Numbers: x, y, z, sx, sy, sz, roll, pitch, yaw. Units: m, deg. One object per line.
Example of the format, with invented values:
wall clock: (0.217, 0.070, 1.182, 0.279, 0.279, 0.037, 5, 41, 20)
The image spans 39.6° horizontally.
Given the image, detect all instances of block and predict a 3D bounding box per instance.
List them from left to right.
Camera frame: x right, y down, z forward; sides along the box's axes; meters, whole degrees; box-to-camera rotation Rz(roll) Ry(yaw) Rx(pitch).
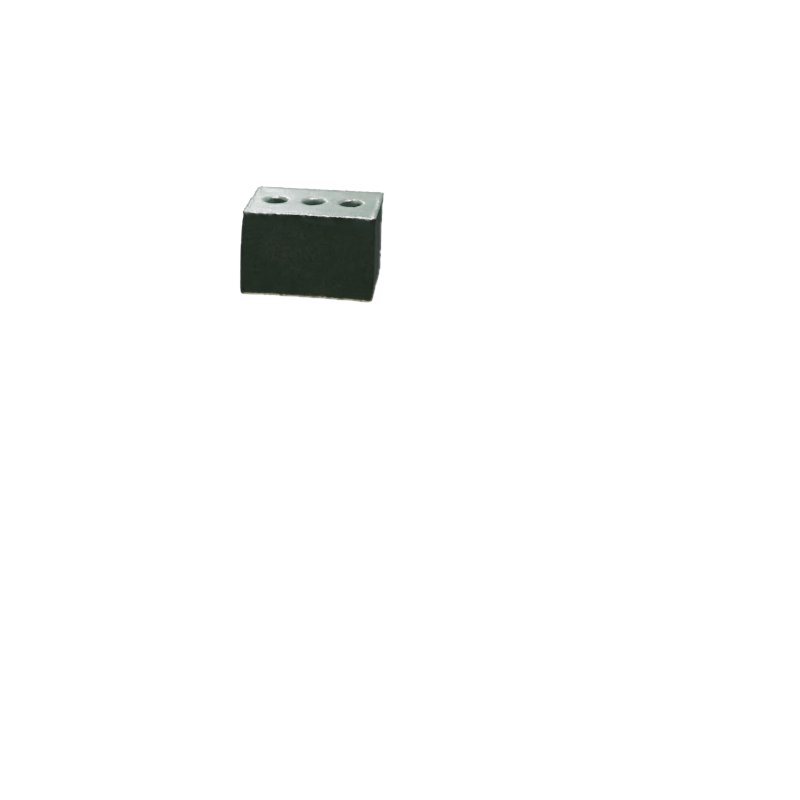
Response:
block: (-0.051, -0.092, 0.647, 0.079, 0.049, 0.055, 4, 25, 6)
